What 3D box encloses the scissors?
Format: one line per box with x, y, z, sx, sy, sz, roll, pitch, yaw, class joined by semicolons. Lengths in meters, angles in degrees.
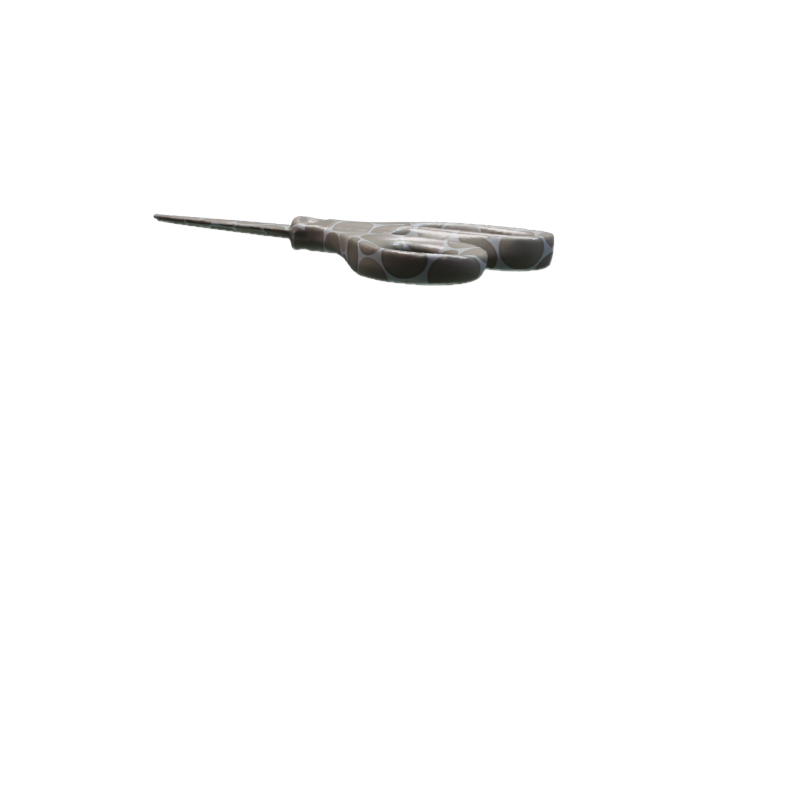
-0.038;-0.069;0.481;0.207;0.015;0.096;6;17;18;scissors
